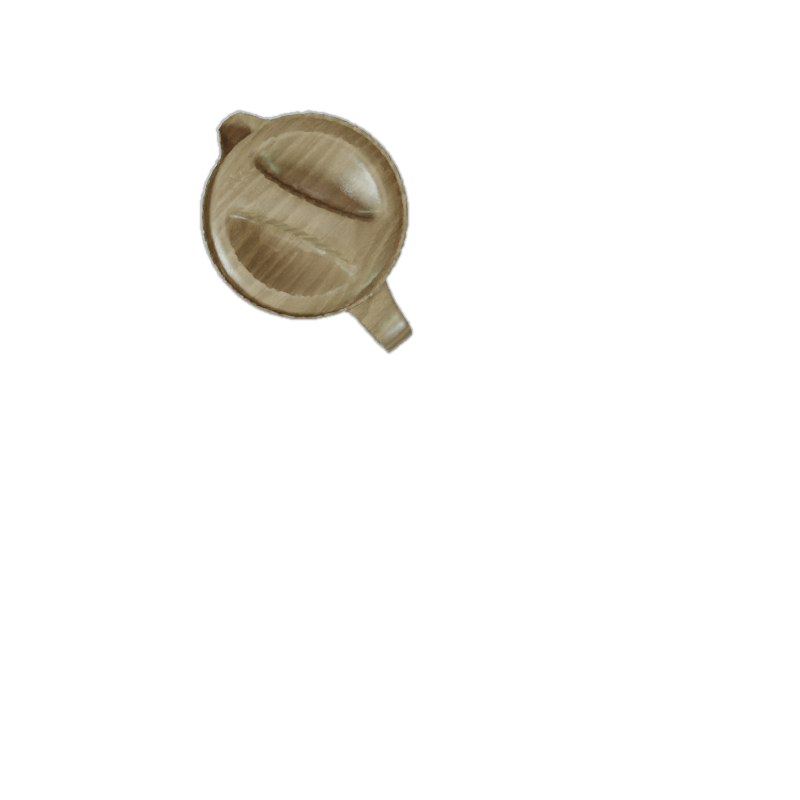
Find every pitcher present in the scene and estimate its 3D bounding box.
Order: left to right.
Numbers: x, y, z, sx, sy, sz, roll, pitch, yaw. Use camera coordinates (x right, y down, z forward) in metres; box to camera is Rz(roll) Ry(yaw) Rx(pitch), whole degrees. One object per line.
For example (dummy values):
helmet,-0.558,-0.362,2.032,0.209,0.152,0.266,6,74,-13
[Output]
pitcher,-0.064,-0.117,0.819,0.144,0.150,0.243,6,1,-3
